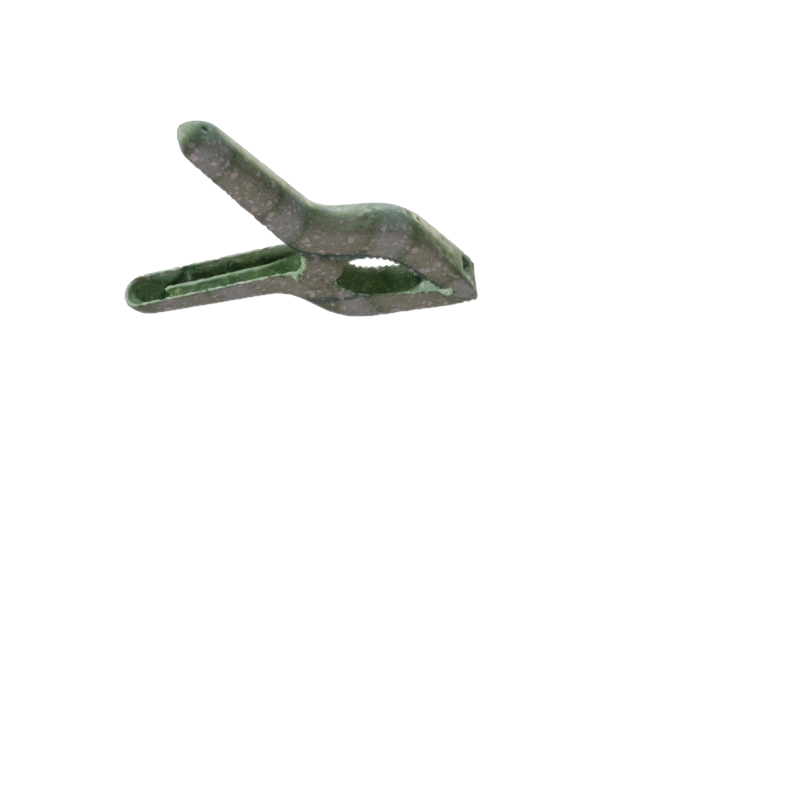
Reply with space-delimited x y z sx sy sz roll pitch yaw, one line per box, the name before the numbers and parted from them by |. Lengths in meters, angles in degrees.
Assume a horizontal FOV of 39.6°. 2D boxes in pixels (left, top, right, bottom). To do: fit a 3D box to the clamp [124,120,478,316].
clamp | -0.051 -0.092 0.647 0.207 0.039 0.156 6 -32 -10
